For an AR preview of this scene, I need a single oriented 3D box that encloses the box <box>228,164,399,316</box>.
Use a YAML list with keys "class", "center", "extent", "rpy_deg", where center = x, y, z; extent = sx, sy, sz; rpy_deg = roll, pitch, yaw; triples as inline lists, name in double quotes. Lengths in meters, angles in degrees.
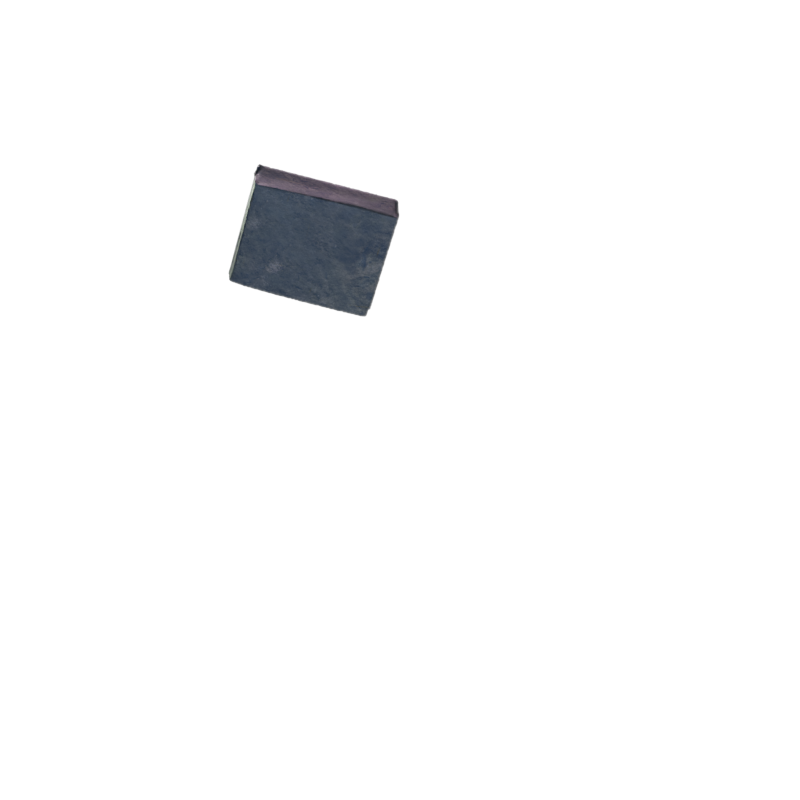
- class: "box"
  center: [-0.066, -0.120, 0.843]
  extent: [0.112, 0.086, 0.041]
  rpy_deg: [14, 28, -8]
